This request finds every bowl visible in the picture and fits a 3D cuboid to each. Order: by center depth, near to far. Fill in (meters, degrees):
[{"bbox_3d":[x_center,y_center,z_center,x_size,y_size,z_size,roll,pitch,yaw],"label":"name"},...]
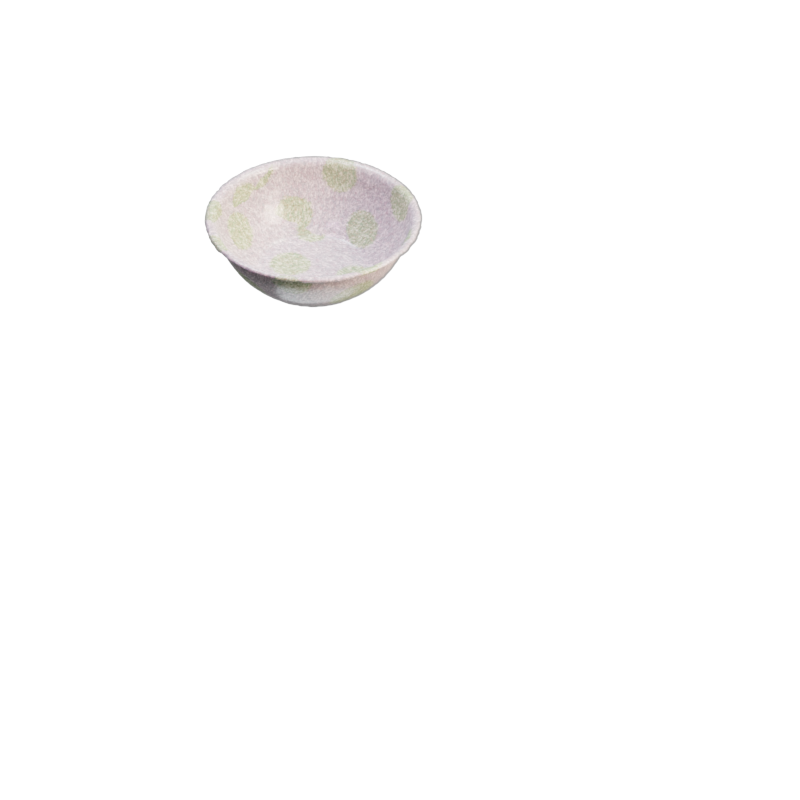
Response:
[{"bbox_3d":[-0.066,-0.120,0.842,0.162,0.051,0.174,-1,41,-2],"label":"bowl"}]
